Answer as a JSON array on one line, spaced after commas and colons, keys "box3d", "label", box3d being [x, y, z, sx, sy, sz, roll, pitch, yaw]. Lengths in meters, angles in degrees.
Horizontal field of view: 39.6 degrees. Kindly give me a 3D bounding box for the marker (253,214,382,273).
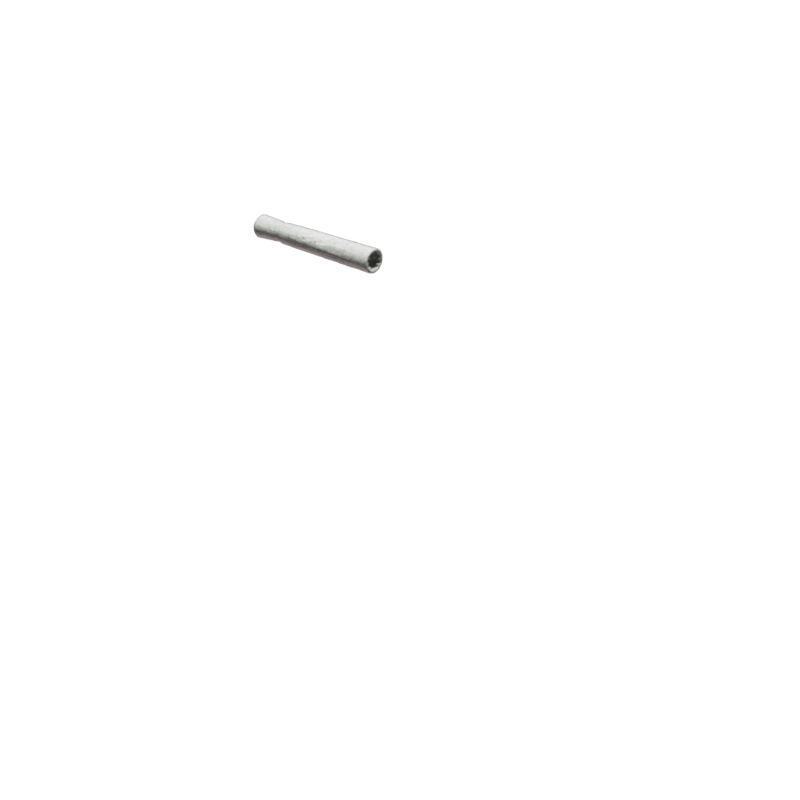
[{"box3d": [-0.064, -0.117, 0.823, 0.128, 0.019, 0.019, 23, 17, 38], "label": "marker"}]
